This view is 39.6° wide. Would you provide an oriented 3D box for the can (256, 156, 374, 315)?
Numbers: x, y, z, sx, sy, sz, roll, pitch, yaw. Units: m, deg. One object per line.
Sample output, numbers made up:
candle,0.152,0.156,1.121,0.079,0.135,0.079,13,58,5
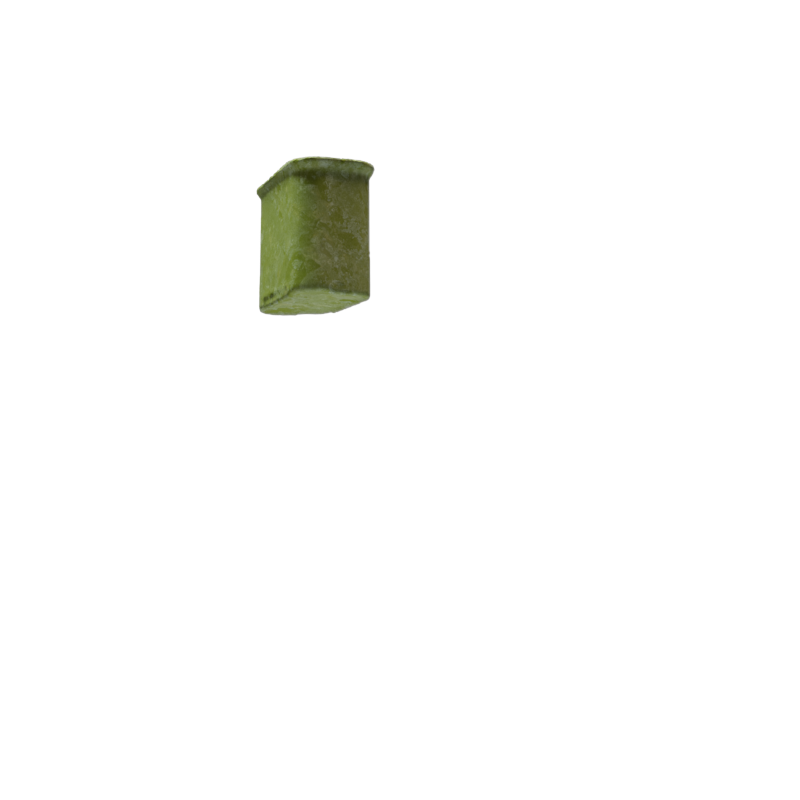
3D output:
can,-0.056,-0.102,0.711,0.056,0.086,0.102,3,-8,-22
